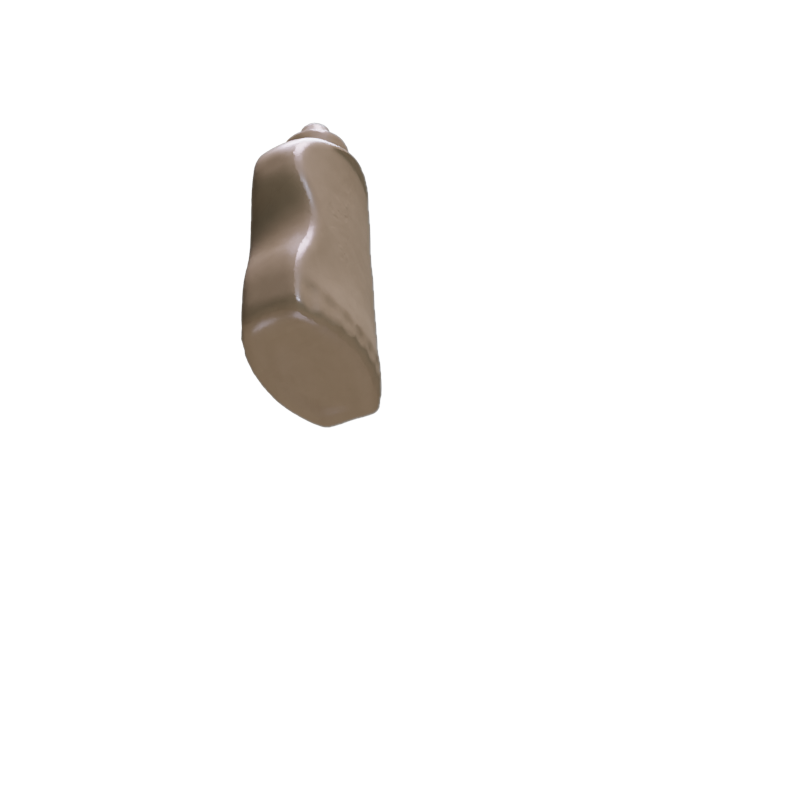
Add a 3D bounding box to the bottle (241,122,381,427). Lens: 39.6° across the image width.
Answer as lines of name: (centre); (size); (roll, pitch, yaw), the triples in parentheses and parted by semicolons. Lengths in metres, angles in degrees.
bottle: (-0.047, -0.087, 0.611); (0.059, 0.206, 0.089); (-21, -45, 18)
